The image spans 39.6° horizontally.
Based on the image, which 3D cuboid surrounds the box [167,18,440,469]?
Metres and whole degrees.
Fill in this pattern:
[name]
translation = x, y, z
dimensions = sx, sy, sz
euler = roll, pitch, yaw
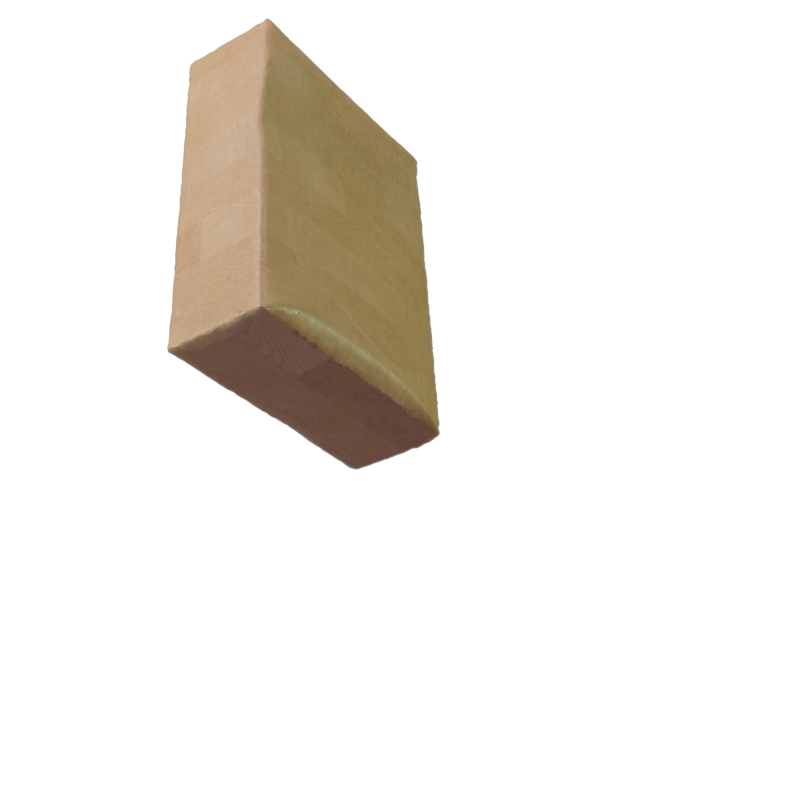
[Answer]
[box]
translation = -0.051, -0.092, 0.646
dimensions = 0.072, 0.229, 0.152
euler = -25, -41, 28
